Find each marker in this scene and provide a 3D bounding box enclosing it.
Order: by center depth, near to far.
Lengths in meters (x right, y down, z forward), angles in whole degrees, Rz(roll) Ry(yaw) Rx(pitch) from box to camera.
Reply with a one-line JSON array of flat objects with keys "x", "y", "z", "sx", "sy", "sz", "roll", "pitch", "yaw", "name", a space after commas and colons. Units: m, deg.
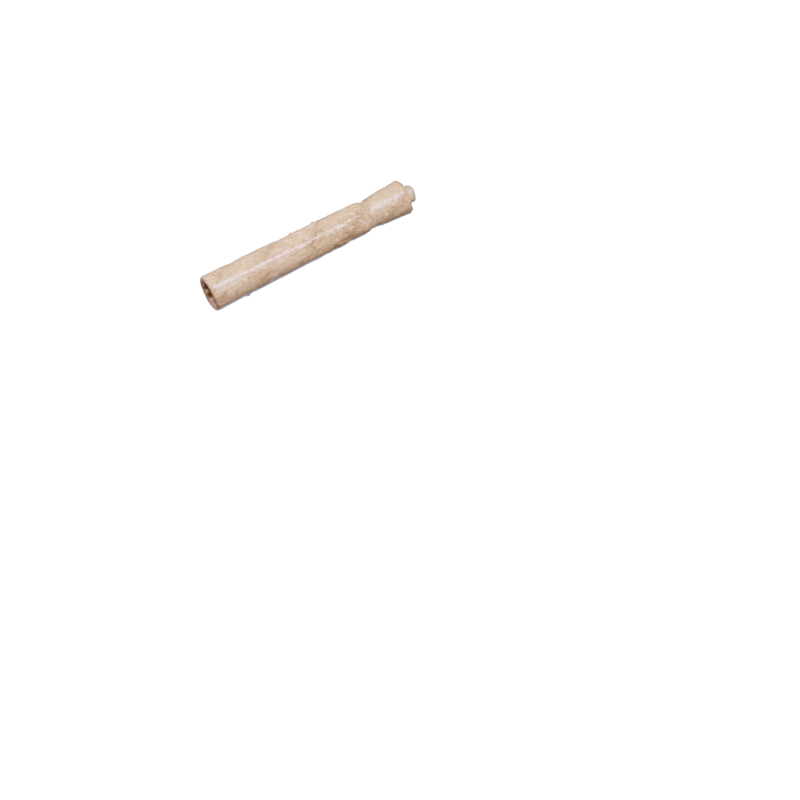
[{"x": -0.044, "y": -0.080, "z": 0.561, "sx": 0.121, "sy": 0.019, "sz": 0.020, "roll": -29, "pitch": 14, "yaw": -18, "name": "marker"}]
